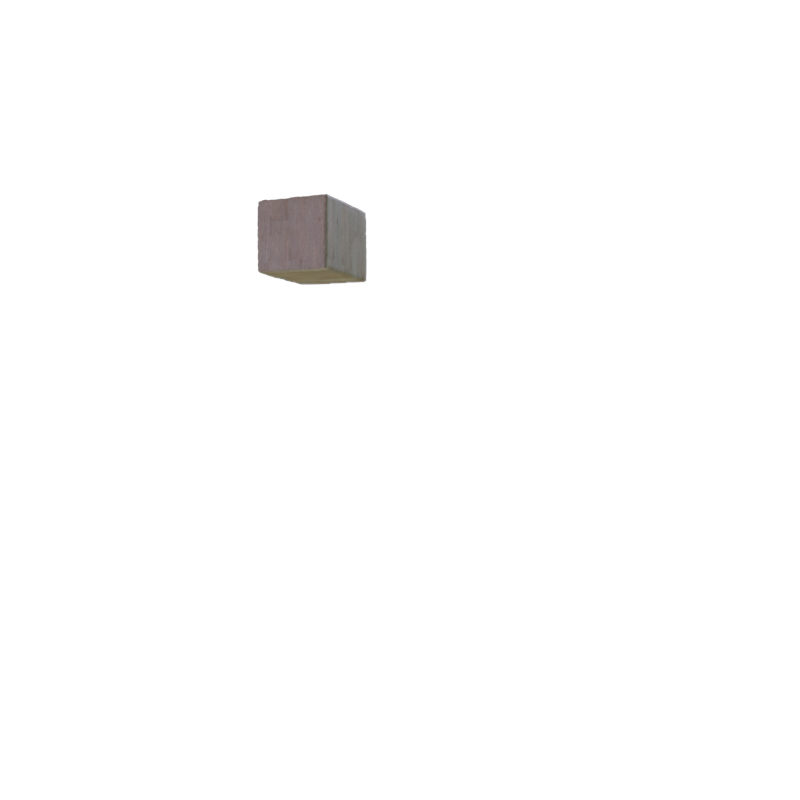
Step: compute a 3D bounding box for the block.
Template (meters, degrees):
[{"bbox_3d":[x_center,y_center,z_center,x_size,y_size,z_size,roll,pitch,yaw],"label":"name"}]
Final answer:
[{"bbox_3d":[-0.061,-0.111,0.777,0.054,0.052,0.075,-2,-4,20],"label":"block"}]
